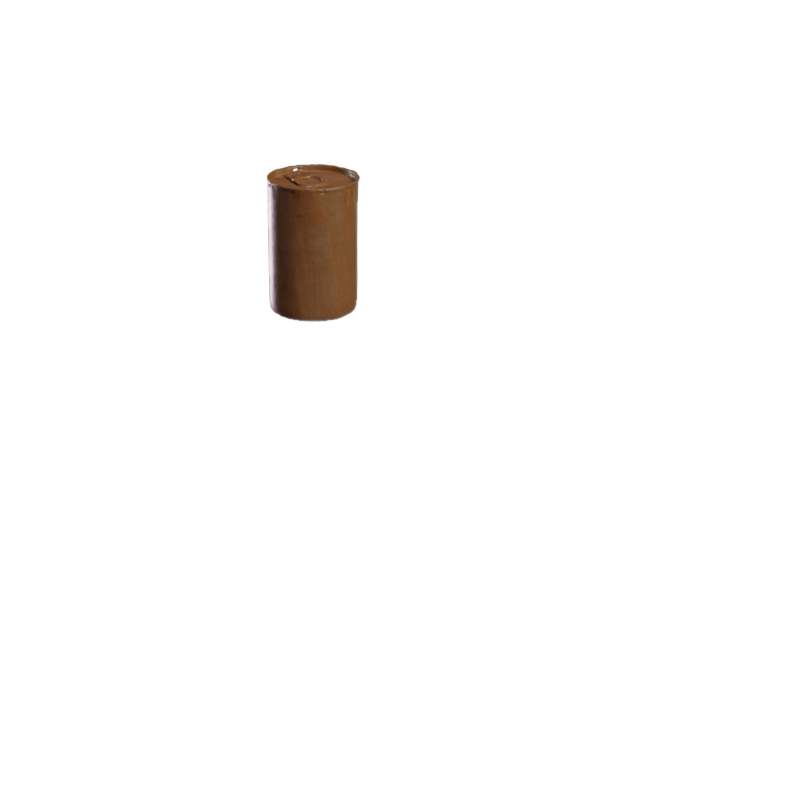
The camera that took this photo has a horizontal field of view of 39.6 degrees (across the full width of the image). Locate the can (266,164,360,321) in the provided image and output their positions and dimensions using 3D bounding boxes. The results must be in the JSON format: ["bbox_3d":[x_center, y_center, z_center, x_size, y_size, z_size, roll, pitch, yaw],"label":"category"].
[{"bbox_3d":[-0.064,-0.117,0.822,0.068,0.098,0.072,0,22,-2],"label":"can"}]
